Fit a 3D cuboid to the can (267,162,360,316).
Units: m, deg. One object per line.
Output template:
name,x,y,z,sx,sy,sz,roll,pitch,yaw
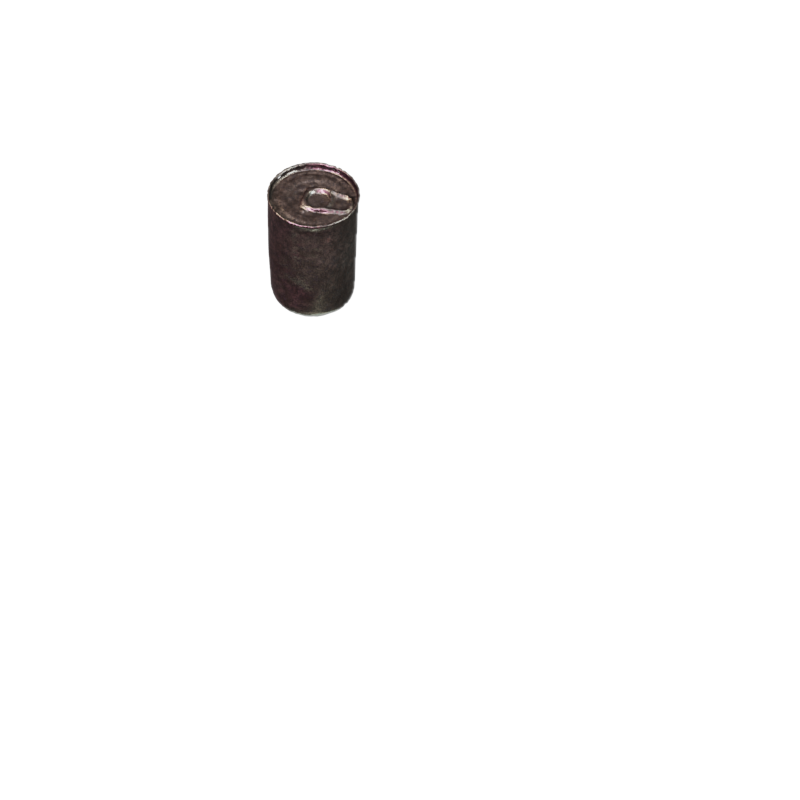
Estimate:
can,-0.066,-0.120,0.842,0.068,0.074,0.095,0,-40,-3
